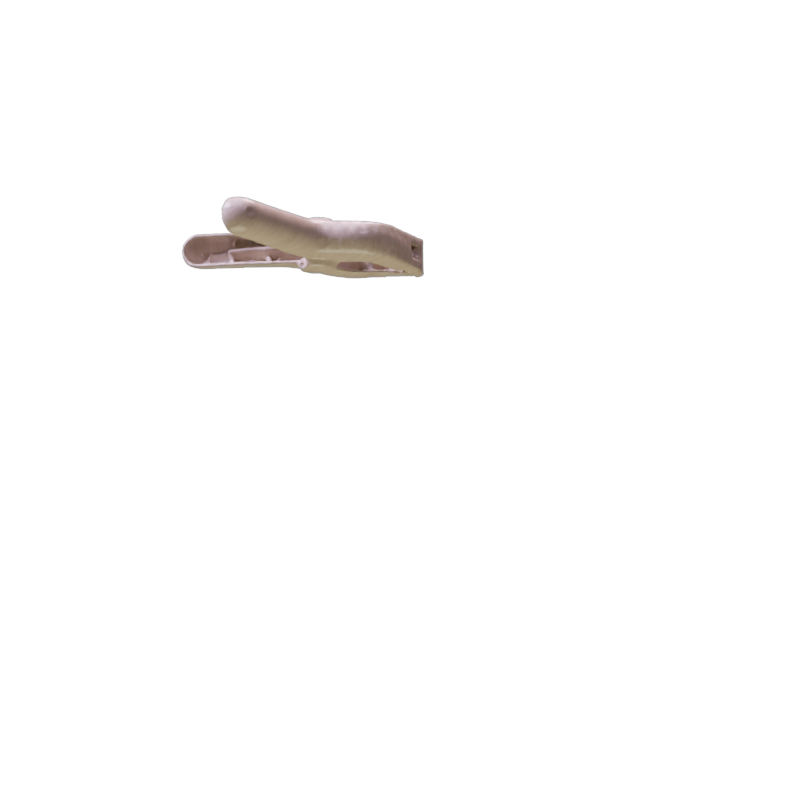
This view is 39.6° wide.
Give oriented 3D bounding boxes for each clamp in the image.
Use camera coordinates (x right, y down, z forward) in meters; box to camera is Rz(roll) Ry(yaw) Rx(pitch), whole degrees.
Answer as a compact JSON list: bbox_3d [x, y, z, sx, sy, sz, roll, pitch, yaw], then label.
[{"bbox_3d":[-0.060,-0.109,0.762,0.169,0.040,0.120,0,-2,-13],"label":"clamp"}]
